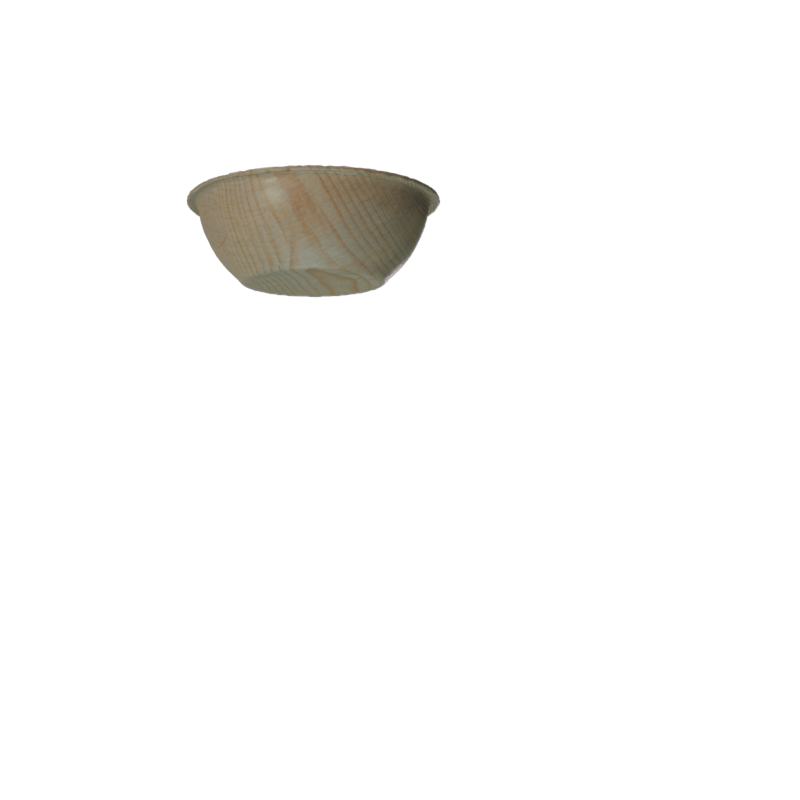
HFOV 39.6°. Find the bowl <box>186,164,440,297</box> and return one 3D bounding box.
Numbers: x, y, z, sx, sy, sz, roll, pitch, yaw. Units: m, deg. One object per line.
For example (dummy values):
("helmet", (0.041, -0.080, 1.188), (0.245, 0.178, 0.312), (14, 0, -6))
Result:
("bowl", (-0.055, -0.100, 0.704), (0.162, 0.056, 0.158), (0, -7, -2))
